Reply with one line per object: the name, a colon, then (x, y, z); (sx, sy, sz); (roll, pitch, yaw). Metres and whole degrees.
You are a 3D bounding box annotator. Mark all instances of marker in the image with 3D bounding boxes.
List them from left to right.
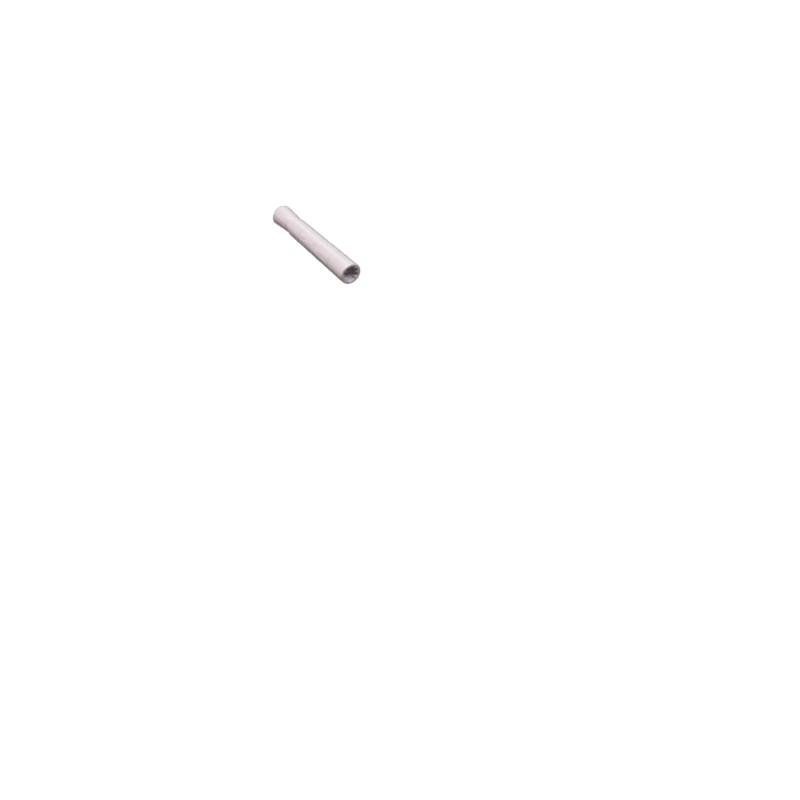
marker: (-0.073, -0.134, 0.938); (0.019, 0.019, 0.130); (-3, 32, -36)
